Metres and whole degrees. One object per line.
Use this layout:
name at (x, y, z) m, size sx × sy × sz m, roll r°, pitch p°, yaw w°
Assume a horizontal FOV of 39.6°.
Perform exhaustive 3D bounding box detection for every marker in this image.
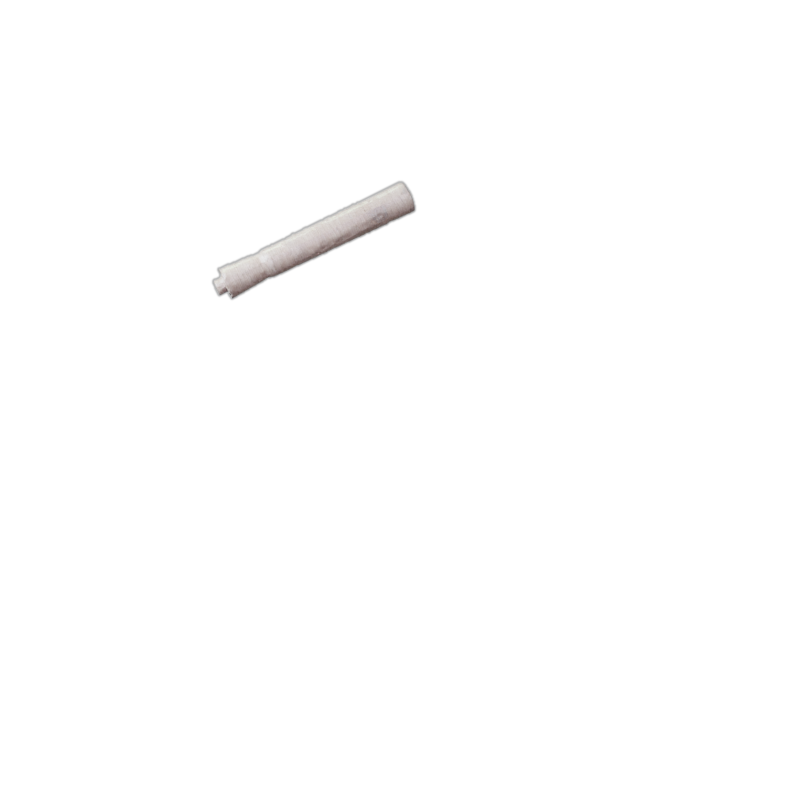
marker at (-0.049, -0.089, 0.622) m, size 0.121 × 0.019 × 0.020 m, roll -27°, pitch 9°, yaw -8°
